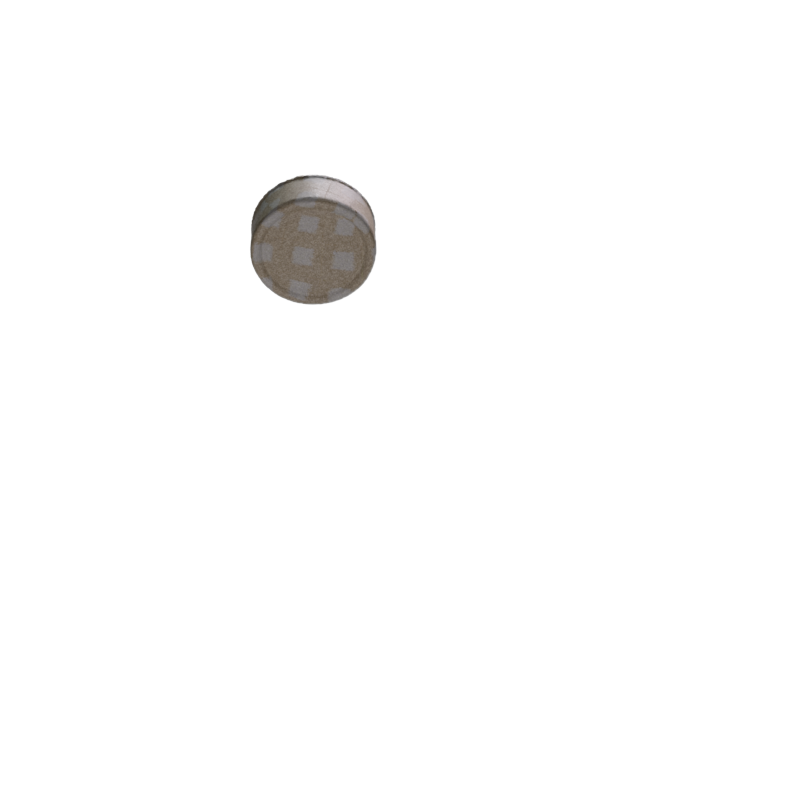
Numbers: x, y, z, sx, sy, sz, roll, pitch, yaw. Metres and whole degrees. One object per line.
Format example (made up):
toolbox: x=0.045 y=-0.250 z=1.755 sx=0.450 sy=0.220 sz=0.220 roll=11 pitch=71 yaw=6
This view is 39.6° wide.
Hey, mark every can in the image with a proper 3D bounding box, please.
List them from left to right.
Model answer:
can: x=-0.059 y=-0.107 z=0.749 sx=0.086 sy=0.080 sz=0.036 roll=1 pitch=35 yaw=-1
